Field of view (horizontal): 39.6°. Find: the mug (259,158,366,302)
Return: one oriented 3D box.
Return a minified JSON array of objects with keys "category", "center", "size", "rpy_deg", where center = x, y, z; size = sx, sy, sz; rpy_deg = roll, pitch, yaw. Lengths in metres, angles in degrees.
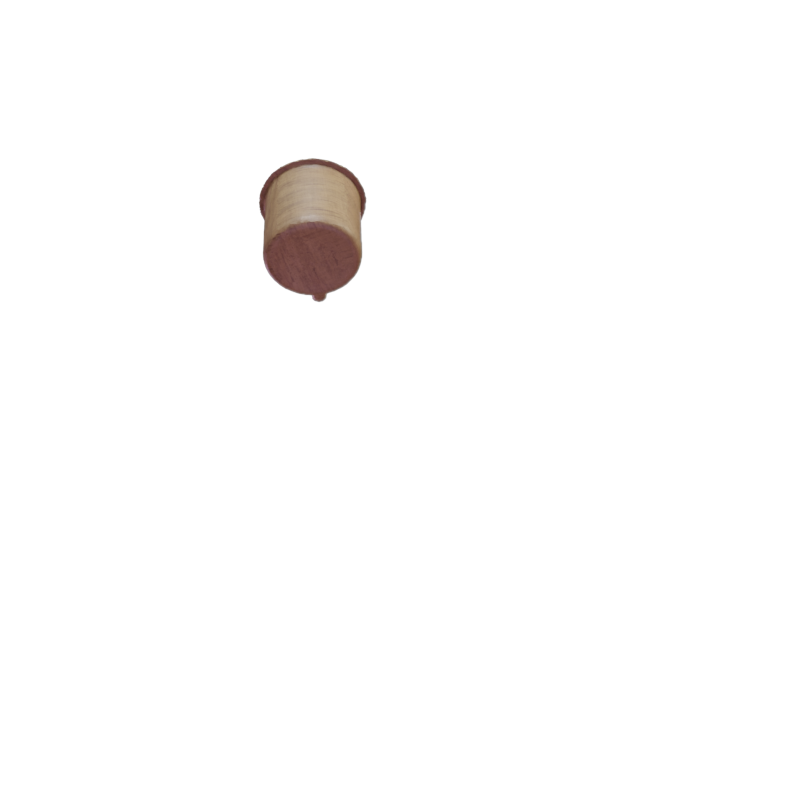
[{"category":"mug","center":[-0.074,-0.134,0.940],"size":[0.093,0.109,0.087],"rpy_deg":[-2,42,-1]}]
